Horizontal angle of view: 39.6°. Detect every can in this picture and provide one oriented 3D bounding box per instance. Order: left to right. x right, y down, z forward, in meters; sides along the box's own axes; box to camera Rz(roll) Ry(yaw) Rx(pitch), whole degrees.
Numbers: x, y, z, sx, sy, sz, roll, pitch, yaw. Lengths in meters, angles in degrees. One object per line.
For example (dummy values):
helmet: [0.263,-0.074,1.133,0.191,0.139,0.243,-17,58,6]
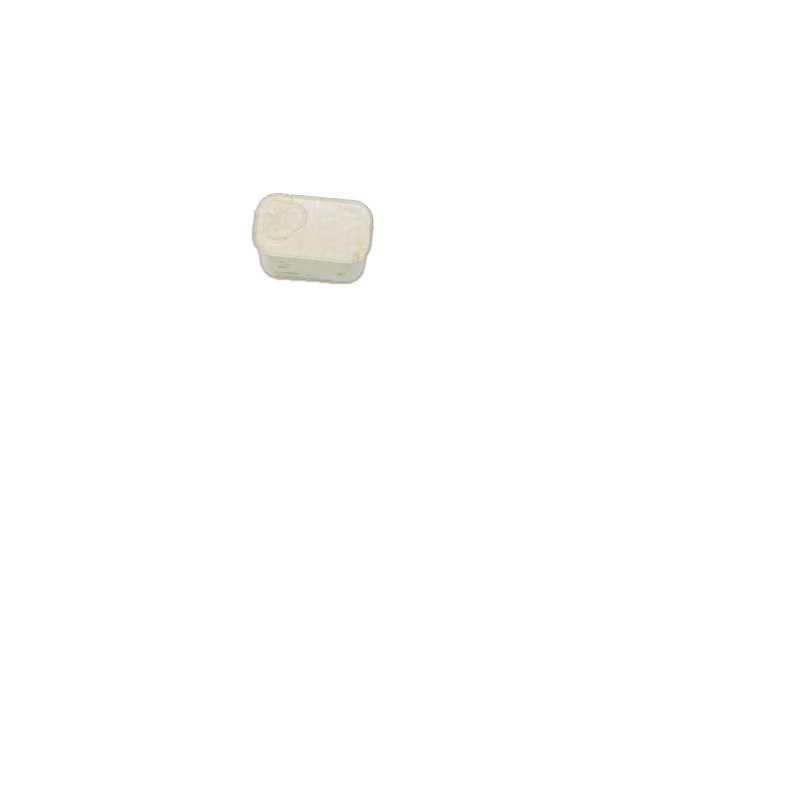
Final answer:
can: [-0.077,-0.141,0.988,0.102,0.059,0.081,5,-12,0]
